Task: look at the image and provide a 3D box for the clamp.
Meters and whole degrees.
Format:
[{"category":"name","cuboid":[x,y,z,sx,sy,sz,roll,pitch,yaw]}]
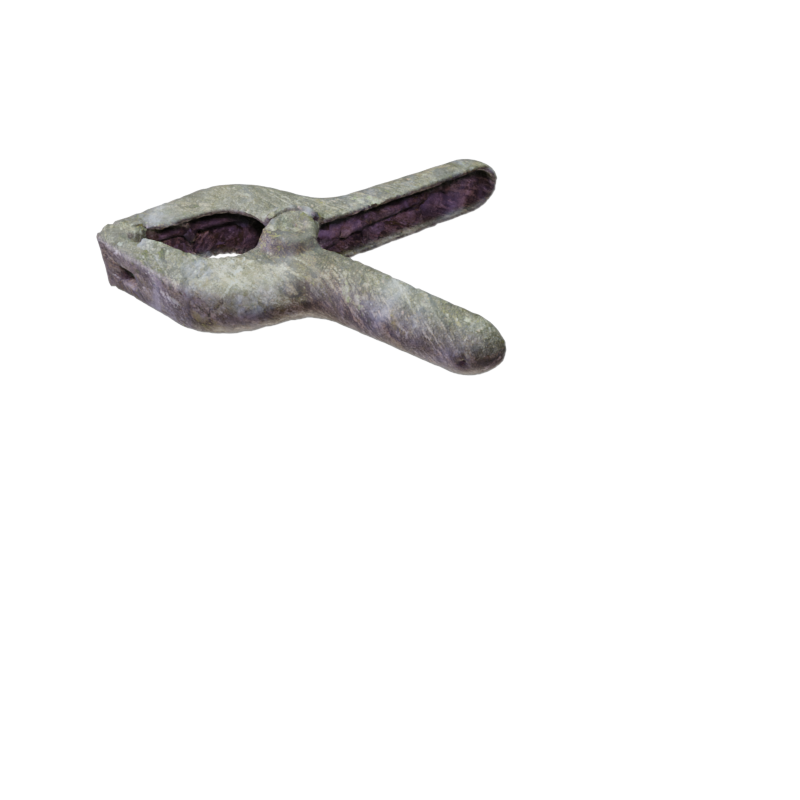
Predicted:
[{"category":"clamp","cuboid":[-0.036,-0.066,0.464,0.175,0.037,0.126,8,39,10]}]
